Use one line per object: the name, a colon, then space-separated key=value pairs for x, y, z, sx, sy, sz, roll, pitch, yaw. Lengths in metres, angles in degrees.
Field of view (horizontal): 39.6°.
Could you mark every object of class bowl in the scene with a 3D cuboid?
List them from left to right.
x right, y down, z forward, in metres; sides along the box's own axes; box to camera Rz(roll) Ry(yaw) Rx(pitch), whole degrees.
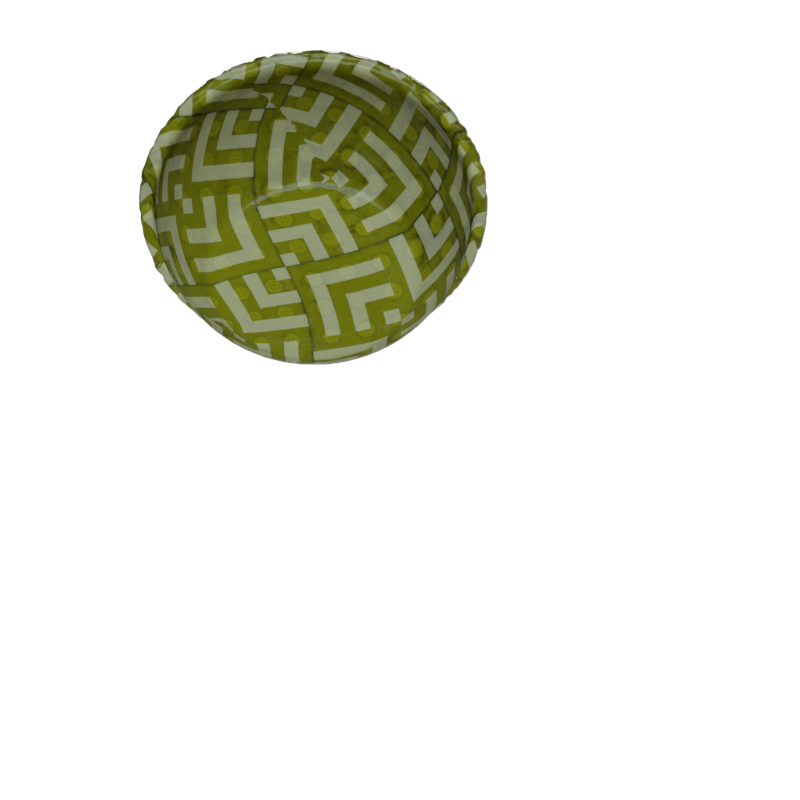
bowl: x=-0.039 y=-0.071 z=0.494 sx=0.162 sy=0.152 sz=0.059 roll=1 pitch=34 yaw=-1
